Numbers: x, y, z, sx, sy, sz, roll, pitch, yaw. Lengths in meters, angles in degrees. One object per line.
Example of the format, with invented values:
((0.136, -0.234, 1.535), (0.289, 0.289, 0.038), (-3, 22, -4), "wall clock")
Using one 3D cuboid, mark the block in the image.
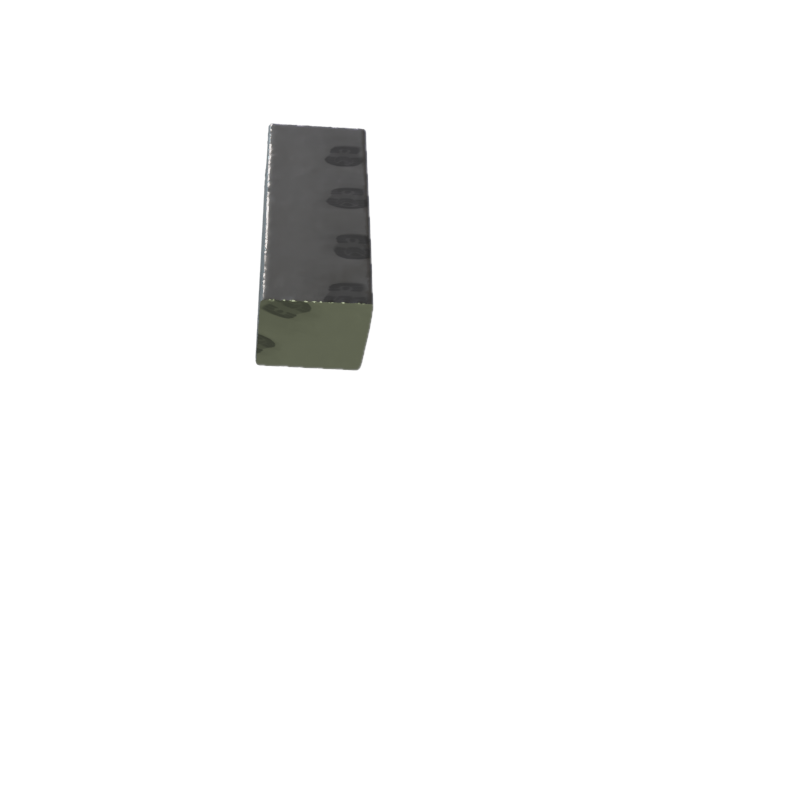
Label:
((-0.075, -0.137, 0.961), (0.090, 0.221, 0.085), (2, -39, -7), "block")
